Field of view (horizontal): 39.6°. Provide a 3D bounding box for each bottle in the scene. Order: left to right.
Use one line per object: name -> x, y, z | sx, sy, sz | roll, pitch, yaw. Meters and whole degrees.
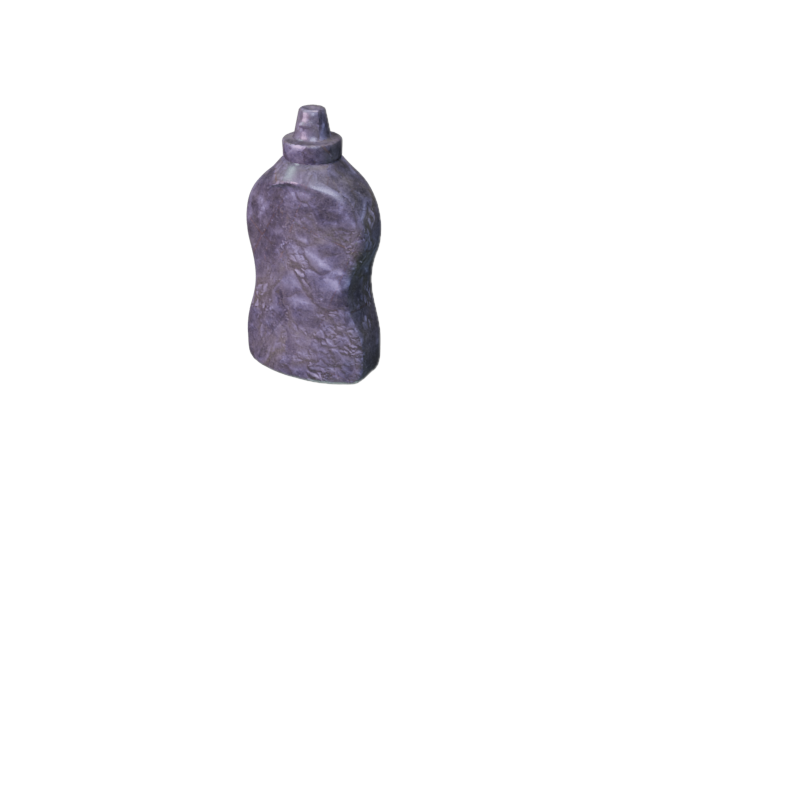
bottle -> -0.060, -0.110, 0.769 | 0.100, 0.182, 0.059 | 14, 26, 27
